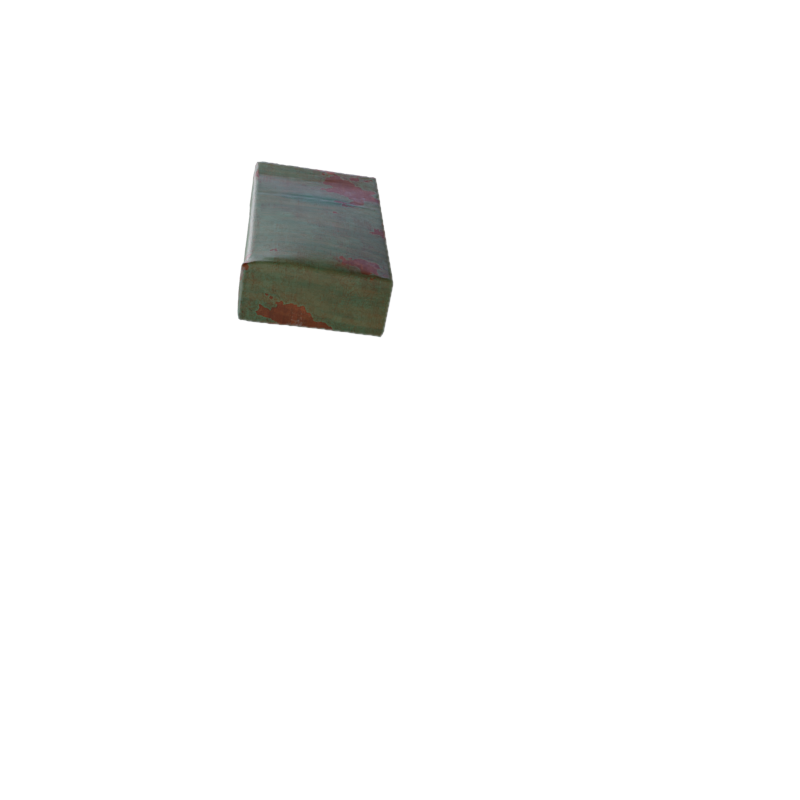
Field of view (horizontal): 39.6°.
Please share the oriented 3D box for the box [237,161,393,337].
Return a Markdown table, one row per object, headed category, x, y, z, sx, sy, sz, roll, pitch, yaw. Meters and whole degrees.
| category | x | y | z | sx | sy | sz | roll | pitch | yaw |
| --- | --- | --- | --- | --- | --- | --- | --- | --- | --- |
| box | -0.058 | -0.106 | 0.748 | 0.092 | 0.046 | 0.186 | 6 | 28 | -7 |
